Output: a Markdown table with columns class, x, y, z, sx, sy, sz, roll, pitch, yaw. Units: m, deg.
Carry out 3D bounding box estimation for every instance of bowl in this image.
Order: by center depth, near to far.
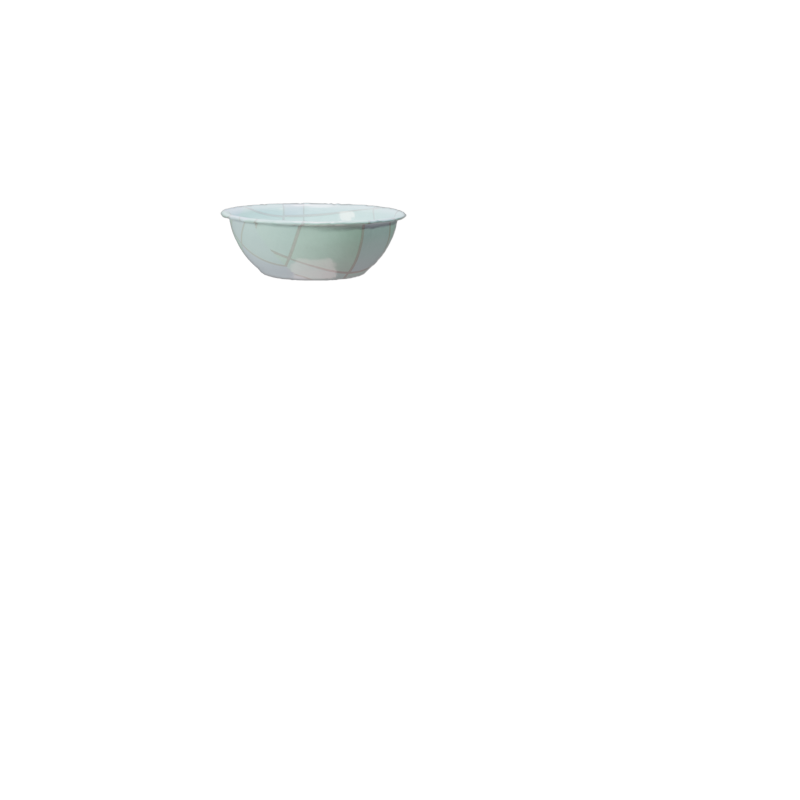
| class | x | y | z | sx | sy | sz | roll | pitch | yaw |
| --- | --- | --- | --- | --- | --- | --- | --- | --- | --- |
| bowl | -0.076 | -0.138 | 0.969 | 0.162 | 0.054 | 0.167 | 0 | 14 | -2 |
